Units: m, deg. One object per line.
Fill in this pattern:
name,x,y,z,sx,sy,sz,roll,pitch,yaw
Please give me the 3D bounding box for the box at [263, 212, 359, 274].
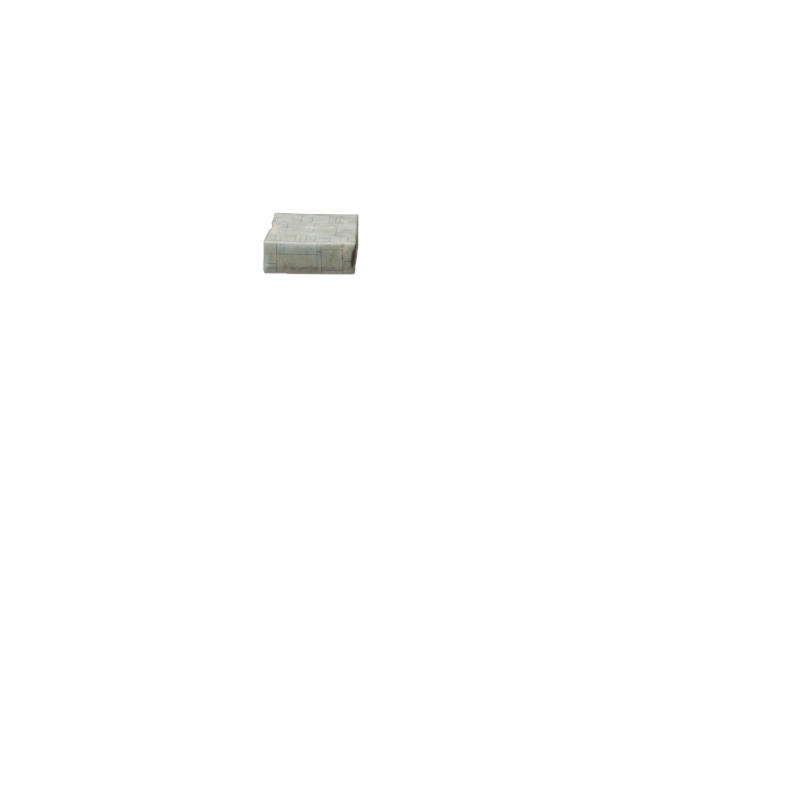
box,-0.071,-0.130,0.910,0.073,0.029,0.093,1,24,2
